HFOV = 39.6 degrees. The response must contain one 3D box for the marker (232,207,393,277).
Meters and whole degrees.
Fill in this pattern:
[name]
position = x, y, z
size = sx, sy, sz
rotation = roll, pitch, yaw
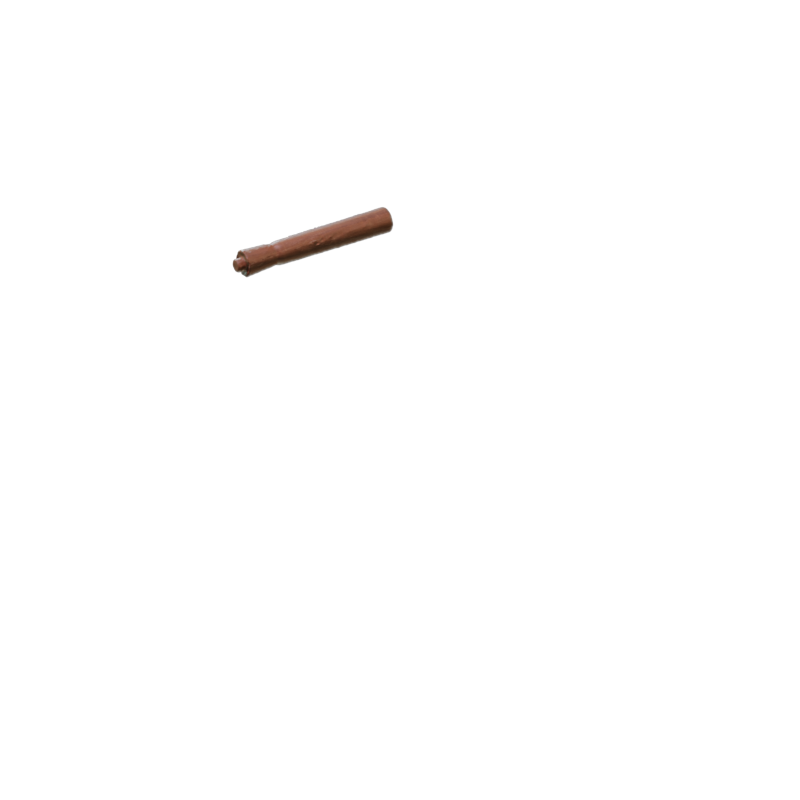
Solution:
[marker]
position = -0.060, -0.109, 0.760
size = 0.120, 0.019, 0.020
rotation = -22, 14, -27
